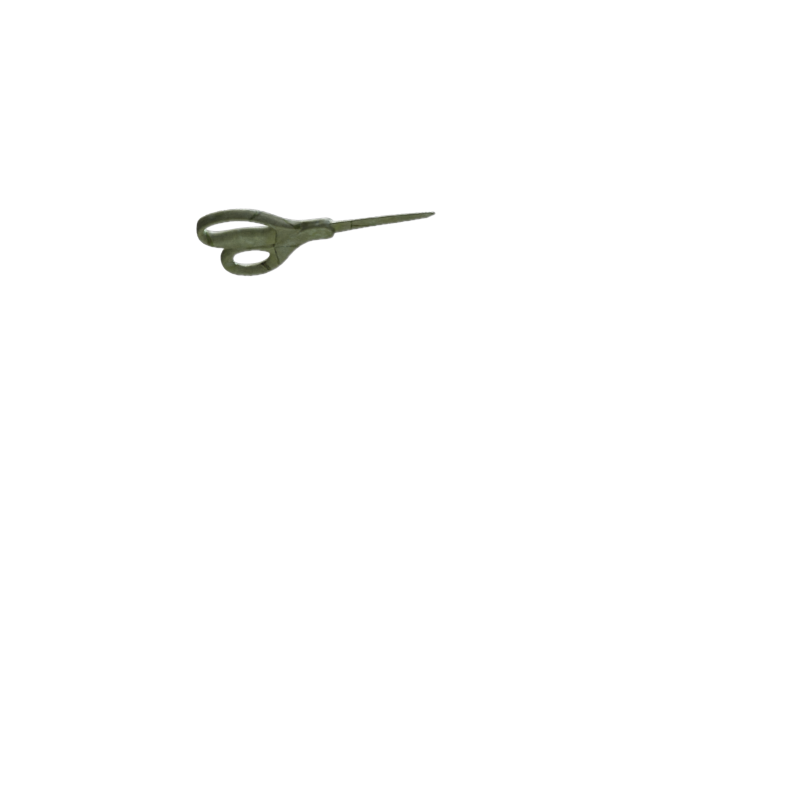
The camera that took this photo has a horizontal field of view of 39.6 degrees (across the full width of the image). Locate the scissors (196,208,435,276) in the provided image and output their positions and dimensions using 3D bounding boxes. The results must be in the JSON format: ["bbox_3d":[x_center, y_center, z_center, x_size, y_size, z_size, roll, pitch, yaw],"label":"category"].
[{"bbox_3d":[-0.075,-0.138,0.964,0.201,0.017,0.090,1,-29,-3],"label":"scissors"}]
